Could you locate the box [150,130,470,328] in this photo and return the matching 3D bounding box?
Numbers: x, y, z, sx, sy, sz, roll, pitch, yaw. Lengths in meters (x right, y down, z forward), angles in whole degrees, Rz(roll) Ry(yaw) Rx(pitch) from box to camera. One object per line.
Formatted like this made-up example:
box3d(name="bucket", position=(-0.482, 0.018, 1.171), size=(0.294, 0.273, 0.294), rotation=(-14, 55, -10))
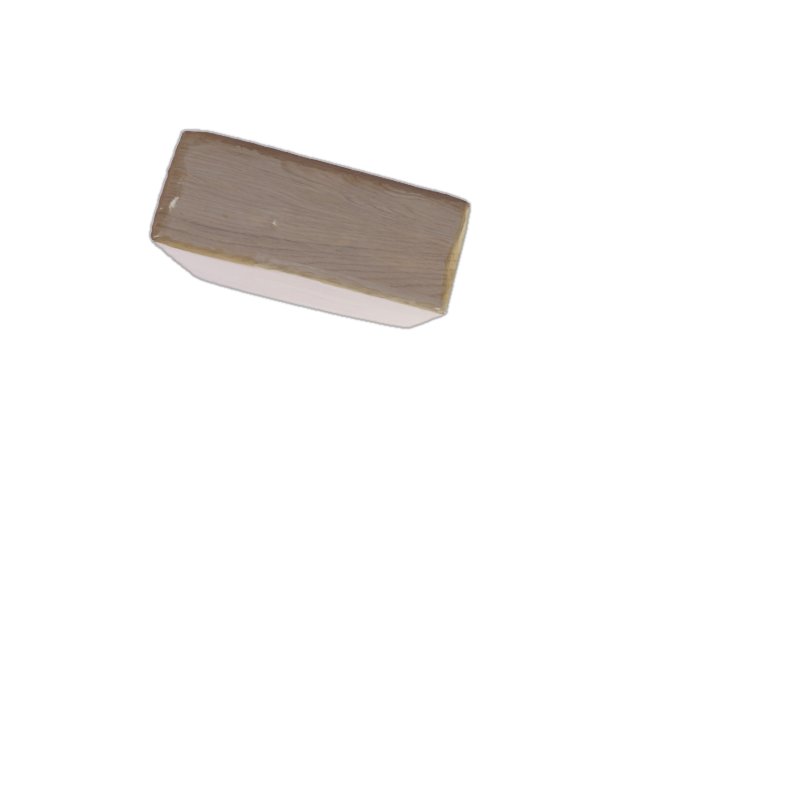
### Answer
box3d(name="box", position=(-0.054, -0.098, 0.689), size=(0.164, 0.072, 0.212), rotation=(14, -1, -2))
